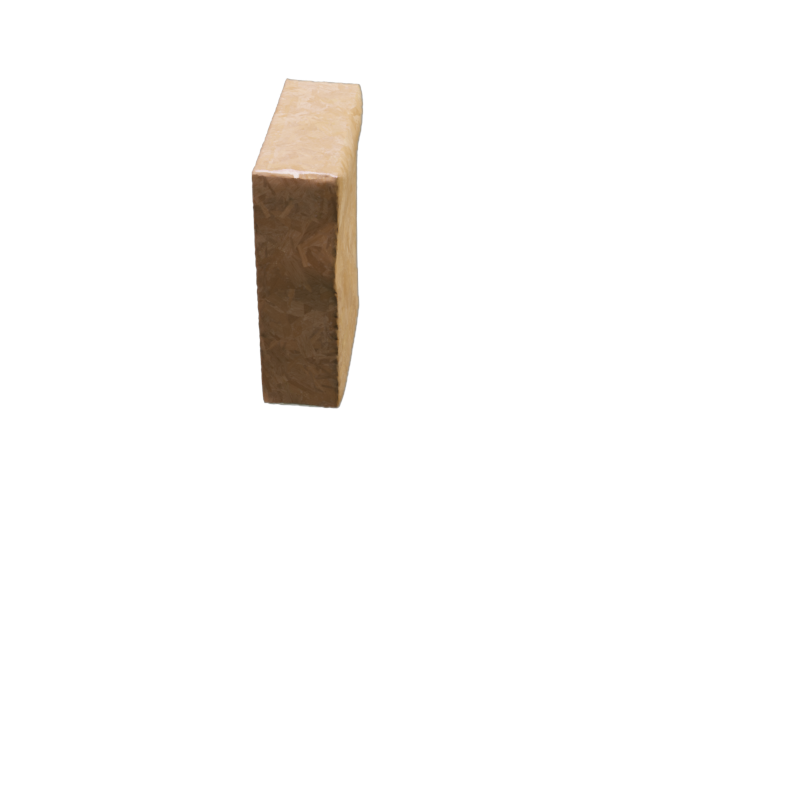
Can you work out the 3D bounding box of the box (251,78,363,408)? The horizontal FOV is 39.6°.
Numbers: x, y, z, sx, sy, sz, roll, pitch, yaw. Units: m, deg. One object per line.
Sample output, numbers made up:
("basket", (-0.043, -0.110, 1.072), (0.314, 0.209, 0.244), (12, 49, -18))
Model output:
("box", (-0.070, -0.127, 0.893), (0.072, 0.200, 0.174), (4, 36, 2))
